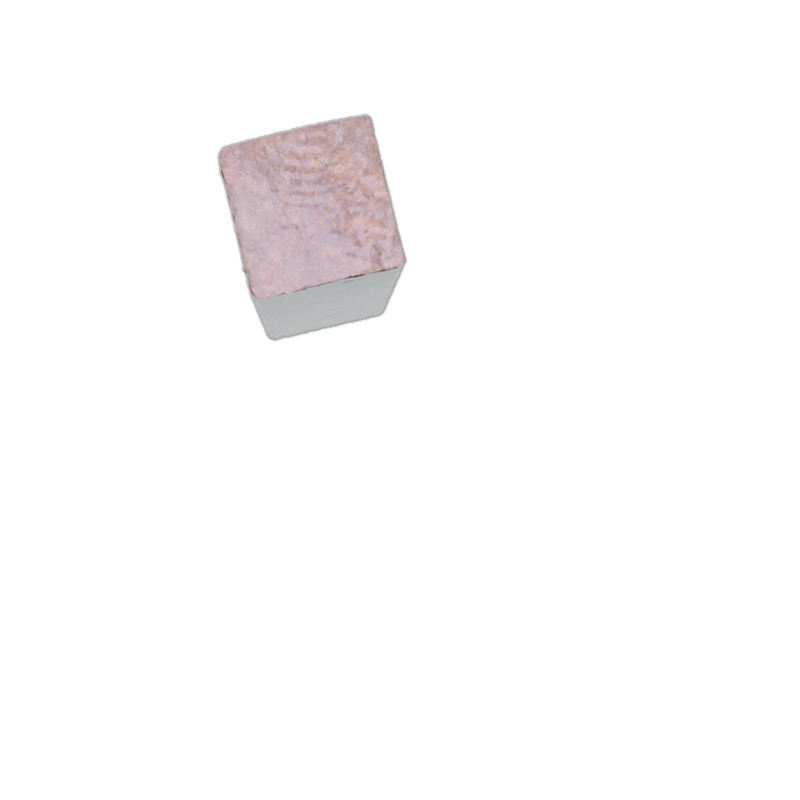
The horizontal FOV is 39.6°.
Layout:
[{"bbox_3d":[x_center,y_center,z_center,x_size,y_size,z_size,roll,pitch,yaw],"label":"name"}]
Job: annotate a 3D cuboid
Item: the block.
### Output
[{"bbox_3d":[-0.056,-0.102,0.711,0.090,0.092,0.203,-13,-3,-5],"label":"block"}]
